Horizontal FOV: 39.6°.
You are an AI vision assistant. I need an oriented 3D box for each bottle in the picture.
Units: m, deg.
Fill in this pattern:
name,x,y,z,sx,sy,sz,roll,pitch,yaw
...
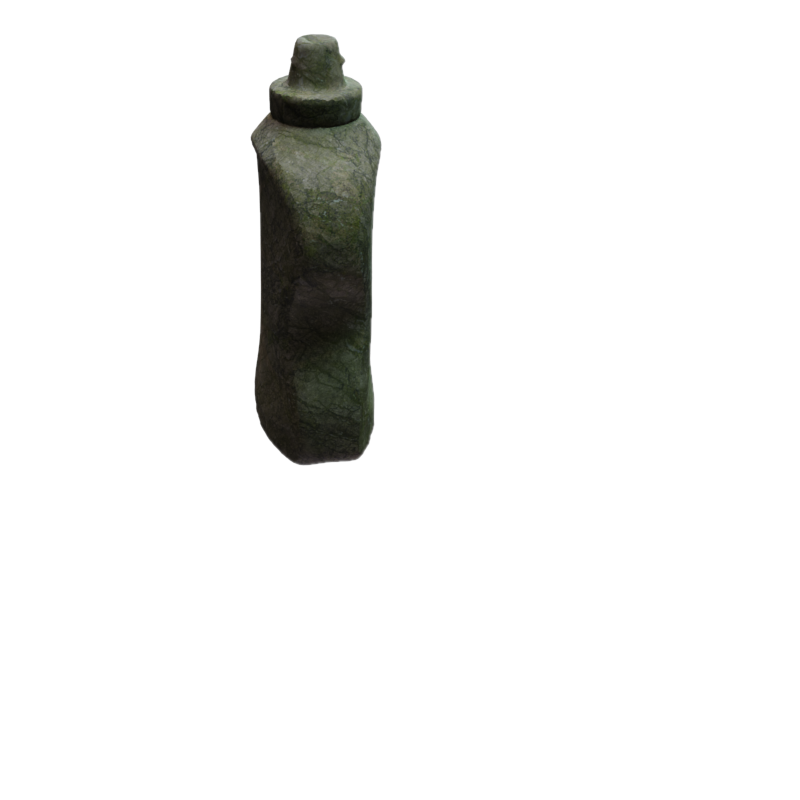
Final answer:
name,x,y,z,sx,sy,sz,roll,pitch,yaw
bottle,-0.040,-0.074,0.515,0.058,0.181,0.102,-3,28,-10
